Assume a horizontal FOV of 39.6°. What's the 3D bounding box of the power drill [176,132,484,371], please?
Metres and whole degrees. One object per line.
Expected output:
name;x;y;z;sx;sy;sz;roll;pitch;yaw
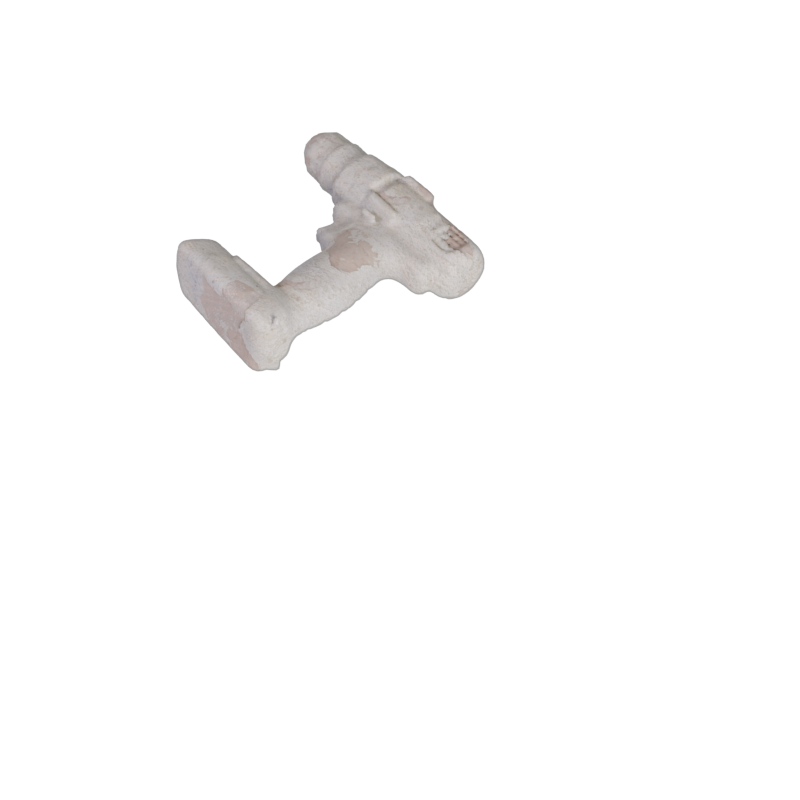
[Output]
power drill;-0.062;-0.113;0.792;0.187;0.053;0.198;-29;54;-25
